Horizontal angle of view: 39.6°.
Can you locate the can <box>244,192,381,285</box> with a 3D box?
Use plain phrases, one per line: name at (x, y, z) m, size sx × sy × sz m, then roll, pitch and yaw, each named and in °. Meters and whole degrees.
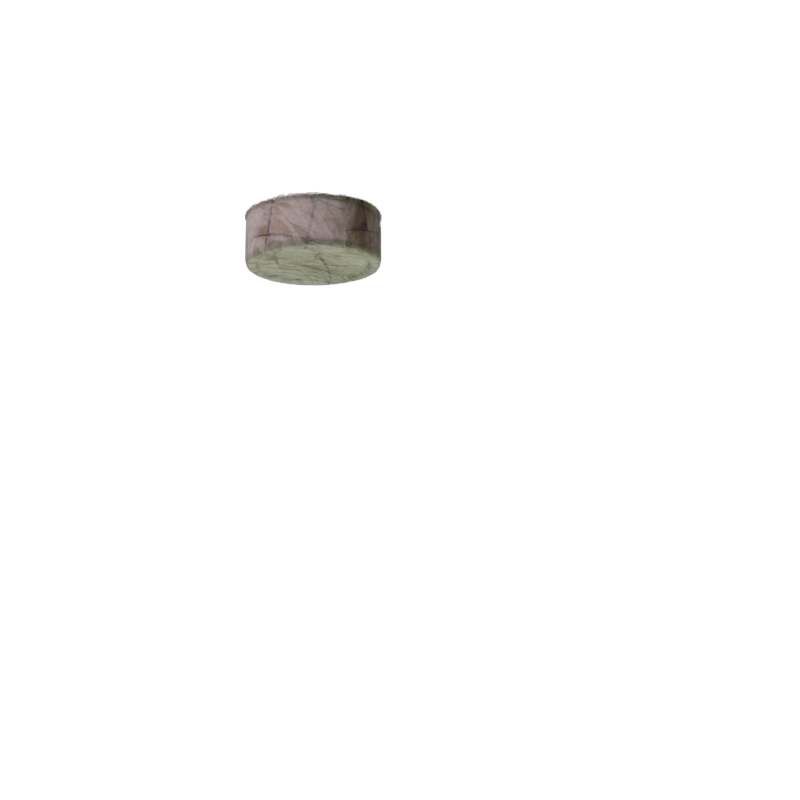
can at (-0.054, -0.098, 0.689) m, size 0.086 × 0.035 × 0.083 m, roll 0°, pitch -12°, yaw -2°
